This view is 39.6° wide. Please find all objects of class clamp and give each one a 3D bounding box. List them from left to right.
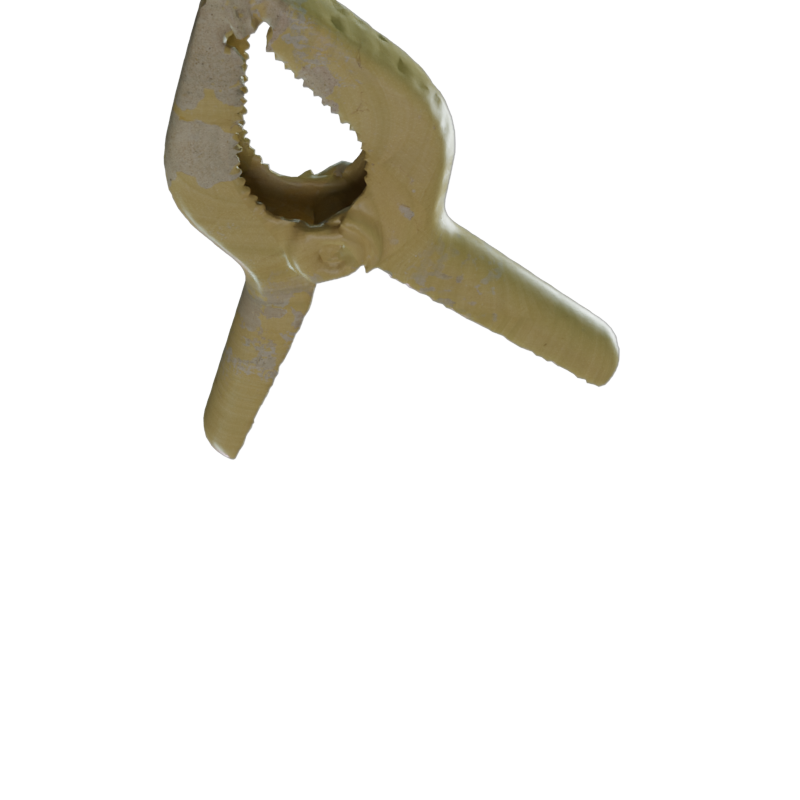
[{"bbox_3d":[-0.030,-0.055,0.383,0.166,0.039,0.194,-18,-49,16],"label":"clamp"}]
